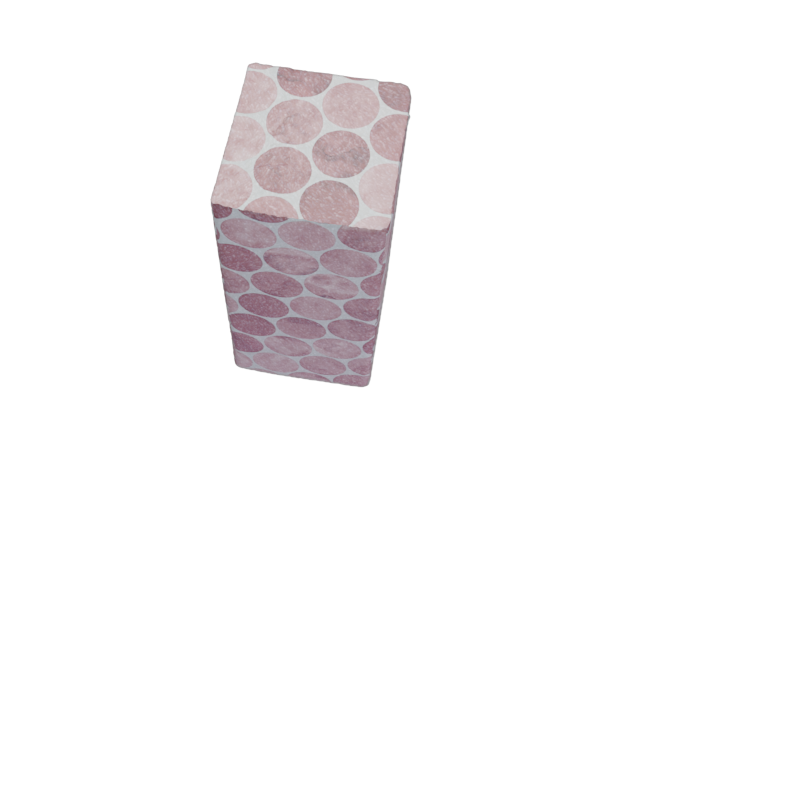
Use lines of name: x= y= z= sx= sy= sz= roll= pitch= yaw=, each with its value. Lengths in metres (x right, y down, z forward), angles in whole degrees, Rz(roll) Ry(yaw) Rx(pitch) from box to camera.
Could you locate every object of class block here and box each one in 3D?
block: x=-0.050 y=-0.092 z=0.645 sx=0.091 sy=0.095 sz=0.195 roll=10 pitch=-24 yaw=1
